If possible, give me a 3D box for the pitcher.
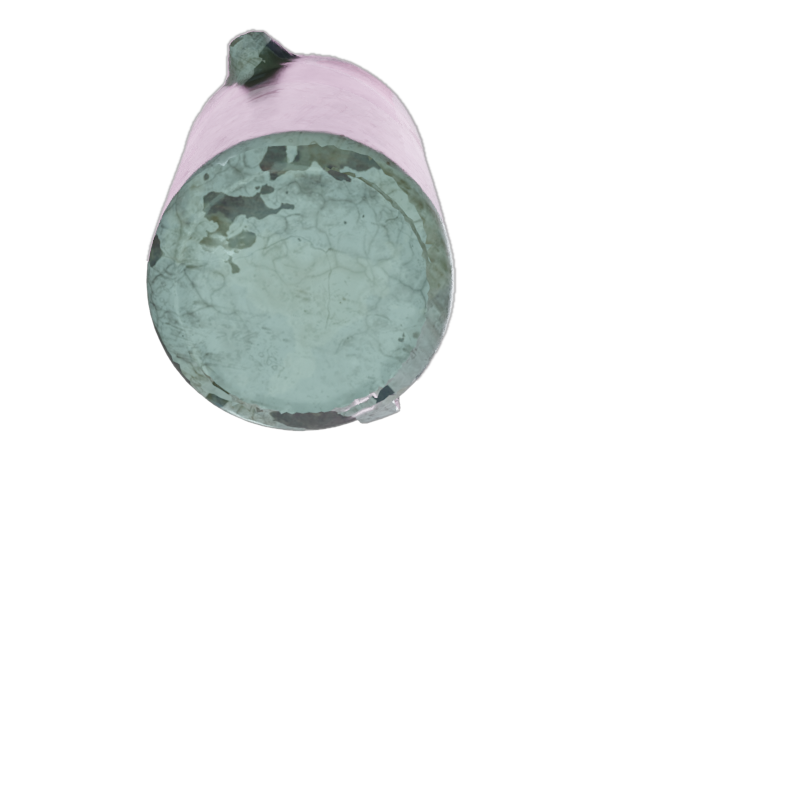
[{"bbox_3d":[-0.039,-0.071,0.495,0.146,0.142,0.253,24,16,-11],"label":"pitcher"}]
